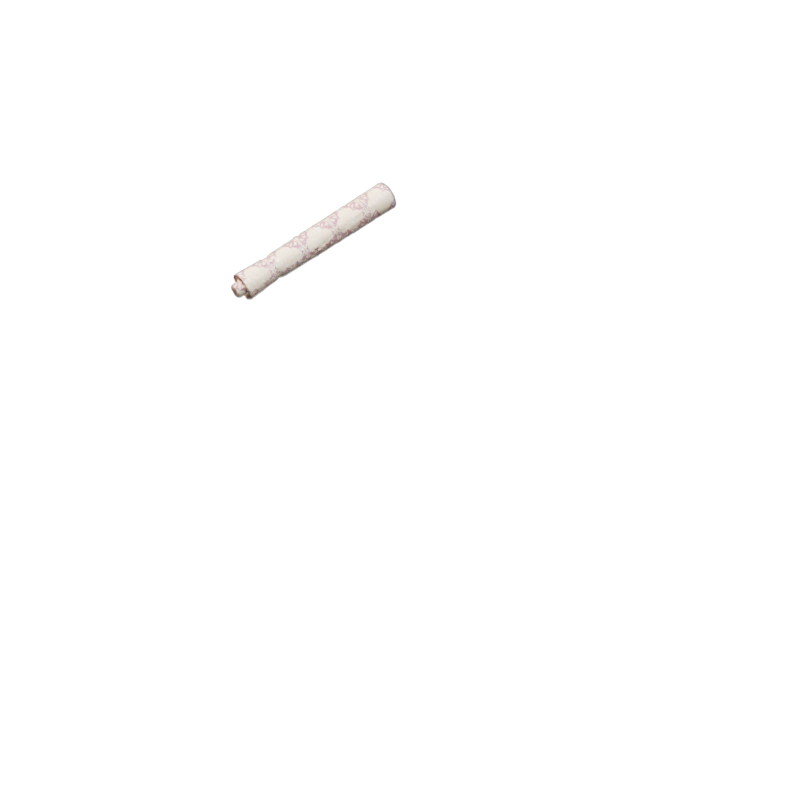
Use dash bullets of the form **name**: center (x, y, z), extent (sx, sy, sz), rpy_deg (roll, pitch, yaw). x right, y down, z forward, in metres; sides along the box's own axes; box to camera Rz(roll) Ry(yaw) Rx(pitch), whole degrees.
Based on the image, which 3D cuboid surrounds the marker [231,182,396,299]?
- **marker**: center (-0.055, -0.099, 0.697), extent (0.121, 0.019, 0.020), rpy_deg (-36, 17, -19)
